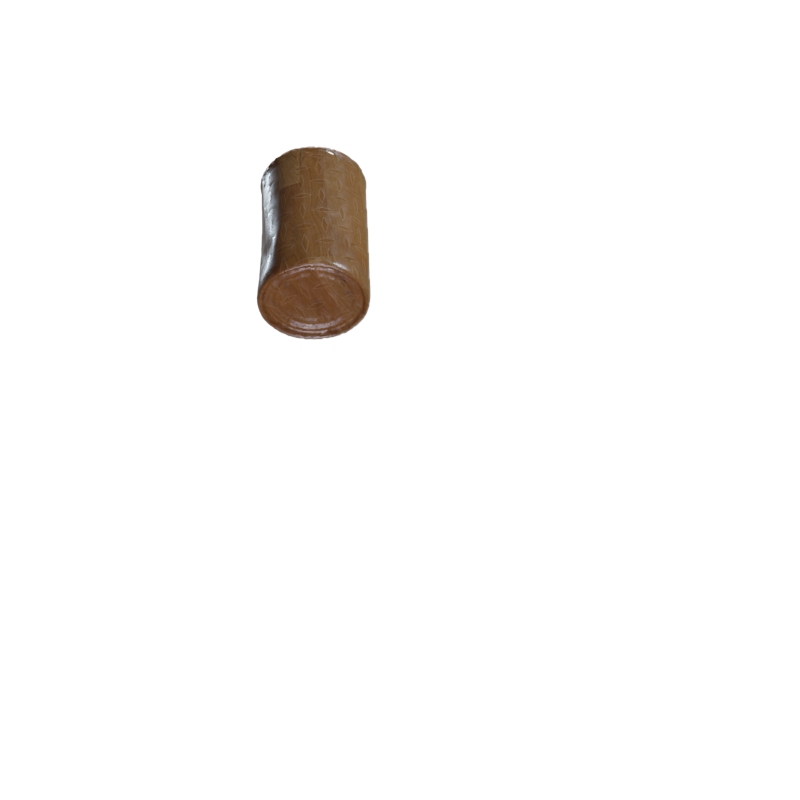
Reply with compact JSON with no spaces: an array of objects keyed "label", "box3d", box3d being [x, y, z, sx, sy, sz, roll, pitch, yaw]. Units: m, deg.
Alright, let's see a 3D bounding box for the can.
[{"label":"can","box3d":[-0.053,-0.096,0.675,0.068,0.110,0.064,-1,-42,-3]}]
